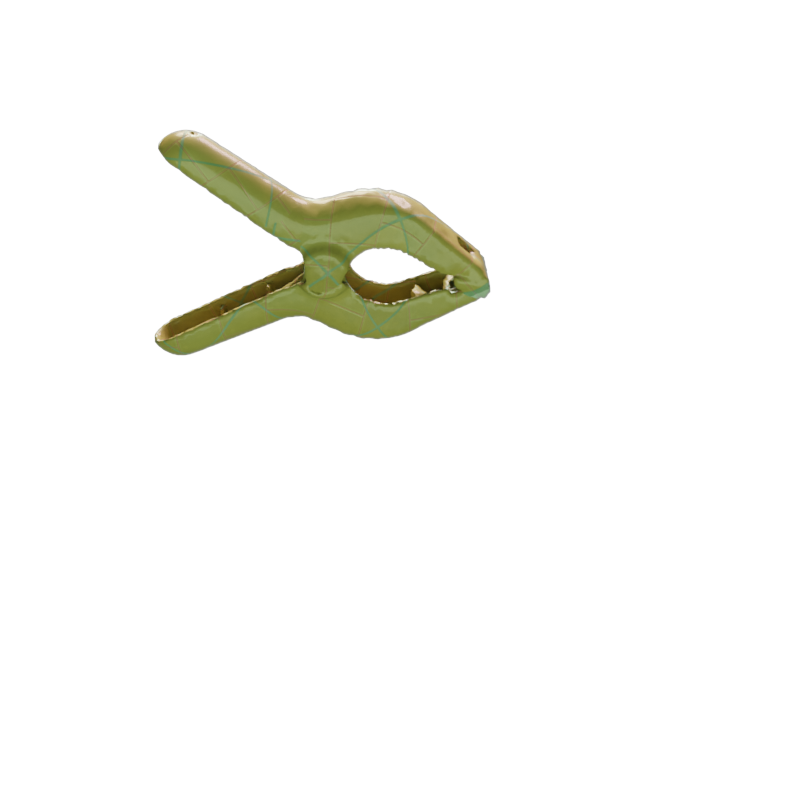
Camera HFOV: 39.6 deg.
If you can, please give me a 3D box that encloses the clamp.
[{"bbox_3d":[-0.043,-0.078,0.544,0.172,0.112,0.042,-3,35,2],"label":"clamp"}]
